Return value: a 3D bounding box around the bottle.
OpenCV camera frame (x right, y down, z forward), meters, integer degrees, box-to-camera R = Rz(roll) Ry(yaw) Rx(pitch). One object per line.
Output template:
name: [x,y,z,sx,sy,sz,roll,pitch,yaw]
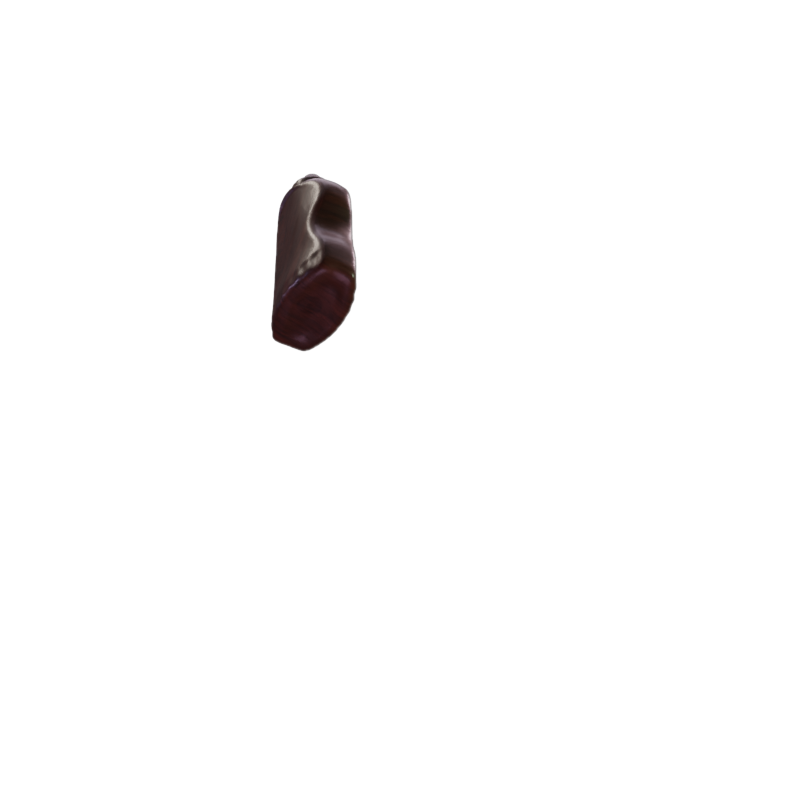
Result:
bottle: [-0.077,-0.139,0.973,0.056,0.093,0.206,19,37,-20]
